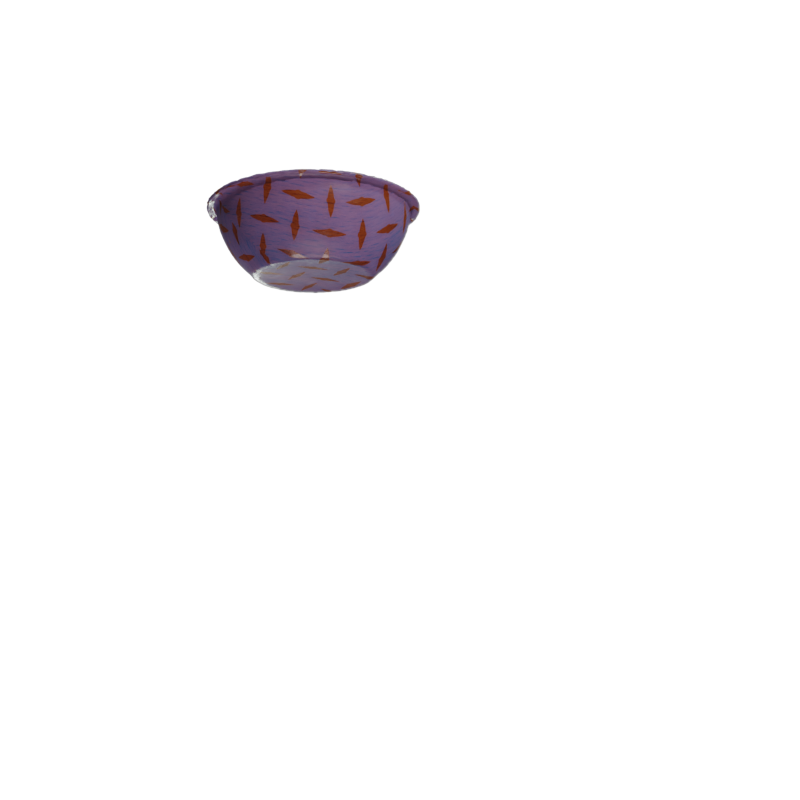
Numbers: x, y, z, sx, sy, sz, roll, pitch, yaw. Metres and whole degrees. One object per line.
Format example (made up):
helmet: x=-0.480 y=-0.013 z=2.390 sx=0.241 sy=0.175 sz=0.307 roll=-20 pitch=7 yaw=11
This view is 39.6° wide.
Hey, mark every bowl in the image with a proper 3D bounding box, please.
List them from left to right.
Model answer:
bowl: x=-0.065 y=-0.119 z=0.832 sx=0.162 sy=0.057 sz=0.157 roll=0 pitch=-12 yaw=-2
